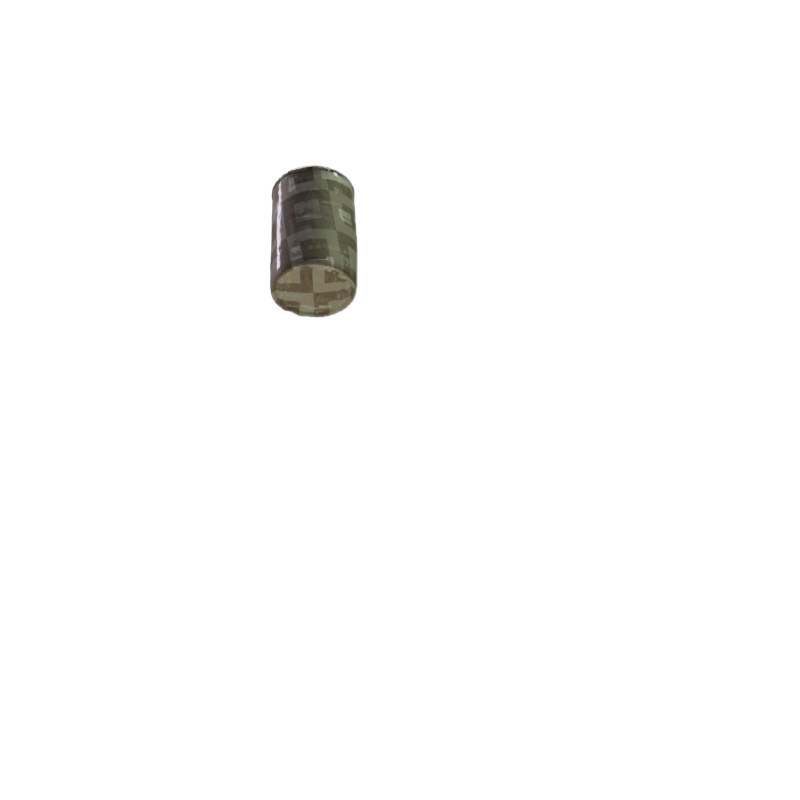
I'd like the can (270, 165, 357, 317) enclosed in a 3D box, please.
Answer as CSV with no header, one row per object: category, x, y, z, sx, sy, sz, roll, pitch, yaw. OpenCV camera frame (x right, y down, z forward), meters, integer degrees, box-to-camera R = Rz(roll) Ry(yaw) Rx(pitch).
can,-0.068,-0.124,0.870,0.068,0.110,0.064,-1,-37,-3
